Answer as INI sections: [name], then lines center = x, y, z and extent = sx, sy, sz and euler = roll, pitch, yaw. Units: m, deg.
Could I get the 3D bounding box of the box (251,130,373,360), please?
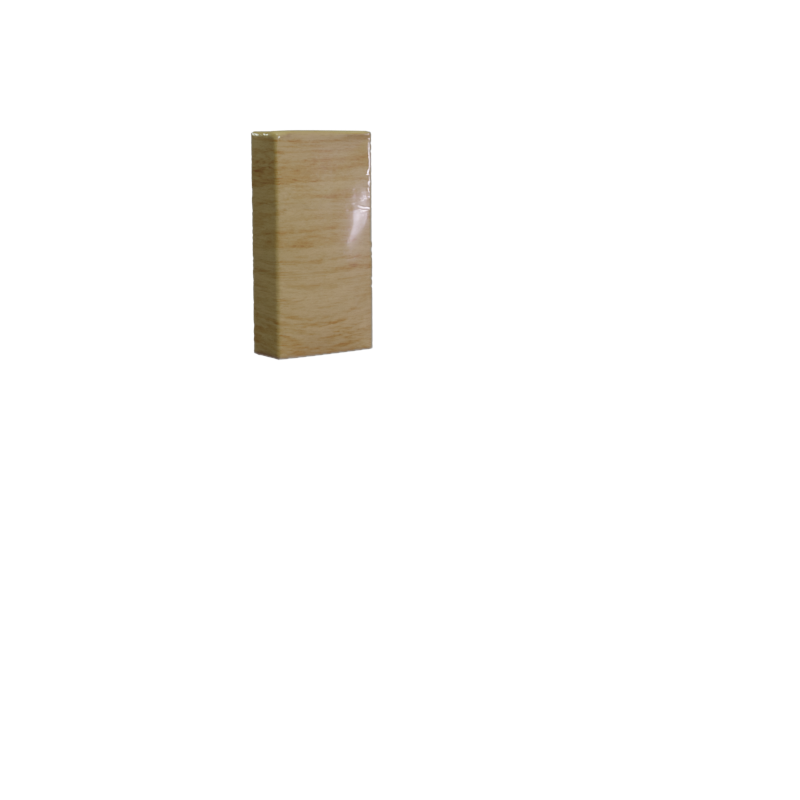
[box]
center = -0.069, -0.126, 0.880
extent = 0.090, 0.173, 0.050
euler = -5, 9, -35
